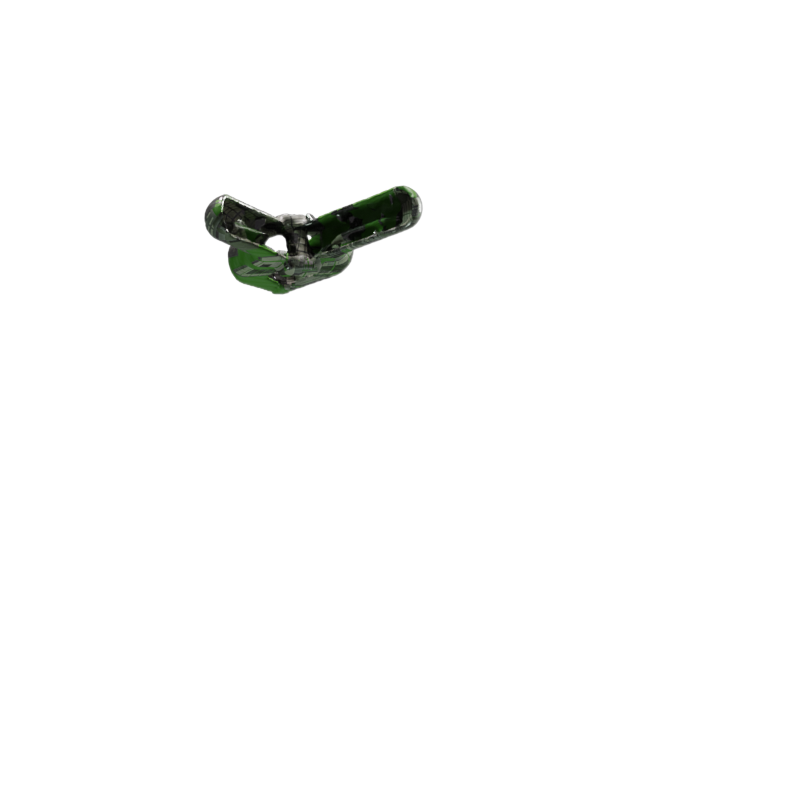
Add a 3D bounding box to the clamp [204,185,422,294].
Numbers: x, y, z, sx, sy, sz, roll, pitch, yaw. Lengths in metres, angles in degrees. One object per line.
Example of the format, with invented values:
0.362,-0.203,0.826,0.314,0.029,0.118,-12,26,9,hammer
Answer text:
-0.053,-0.096,0.673,0.120,0.040,0.169,0,-4,-4,clamp
